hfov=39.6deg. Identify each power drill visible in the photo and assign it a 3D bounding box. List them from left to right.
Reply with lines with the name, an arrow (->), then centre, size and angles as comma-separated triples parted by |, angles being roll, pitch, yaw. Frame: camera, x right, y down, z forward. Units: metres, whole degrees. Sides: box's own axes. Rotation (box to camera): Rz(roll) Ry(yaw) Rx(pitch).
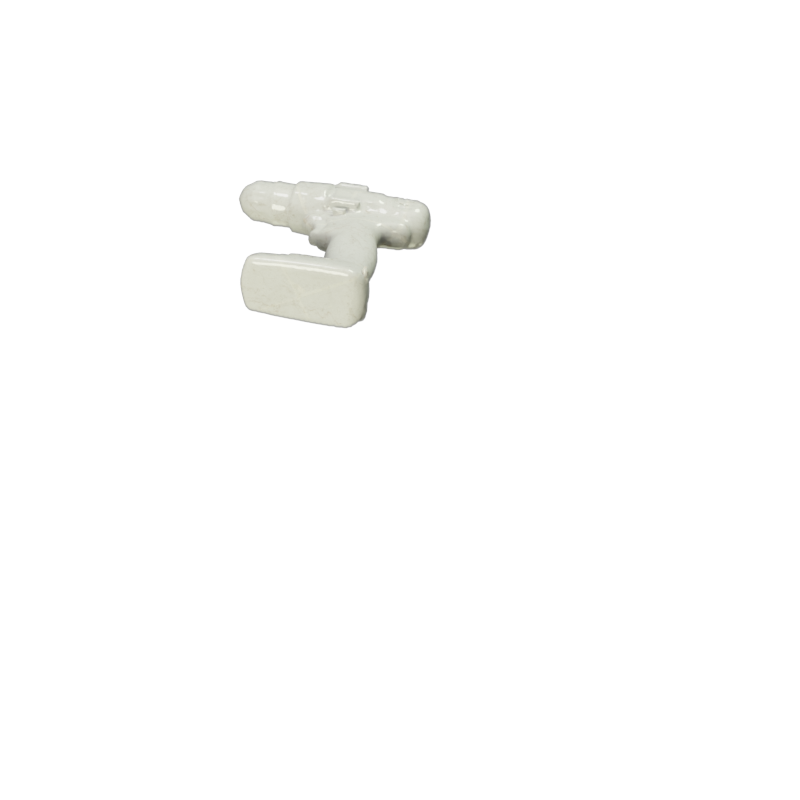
power drill -> -0.077, -0.141, 0.986 | 0.188, 0.054, 0.196 | 8, 34, 12
